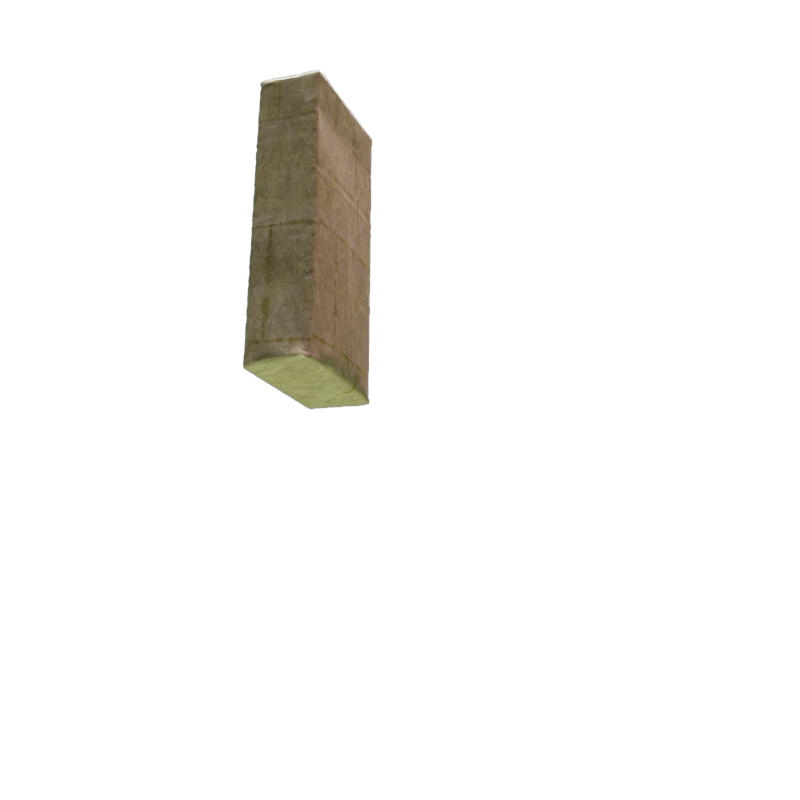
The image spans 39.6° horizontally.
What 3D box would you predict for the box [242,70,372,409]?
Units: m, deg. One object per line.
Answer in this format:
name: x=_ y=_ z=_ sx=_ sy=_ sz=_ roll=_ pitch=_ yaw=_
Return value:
box: x=-0.051 y=-0.092 z=0.648 sx=0.049 sy=0.186 sz=0.087 roll=-10 pitch=-24 yaw=18
